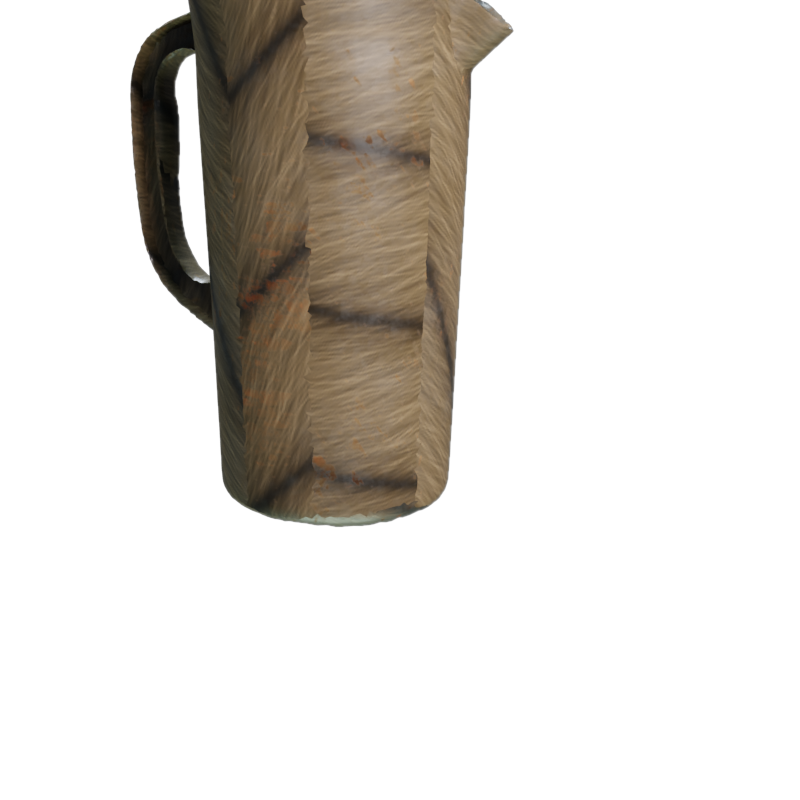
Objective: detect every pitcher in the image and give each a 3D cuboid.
[{"bbox_3d":[-0.041,-0.075,0.524,0.141,0.239,0.156,-3,8,-24],"label":"pitcher"}]
